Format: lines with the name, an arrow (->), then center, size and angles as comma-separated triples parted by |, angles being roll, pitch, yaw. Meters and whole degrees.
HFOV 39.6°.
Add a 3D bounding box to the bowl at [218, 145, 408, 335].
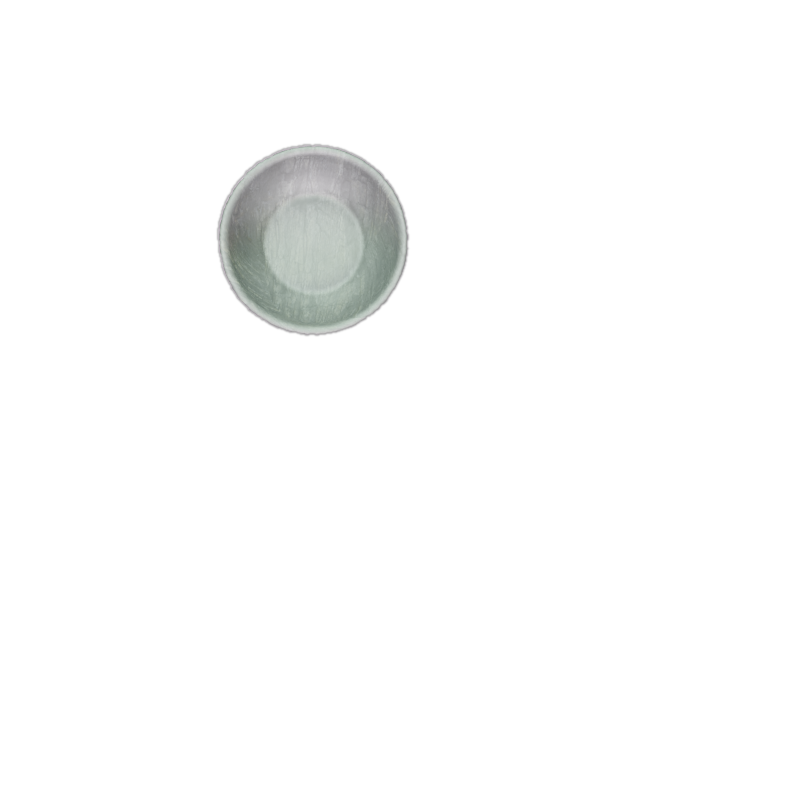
bowl -> -0.076, -0.138, 0.966 | 0.162, 0.164, 0.055 | 0, -3, 0
